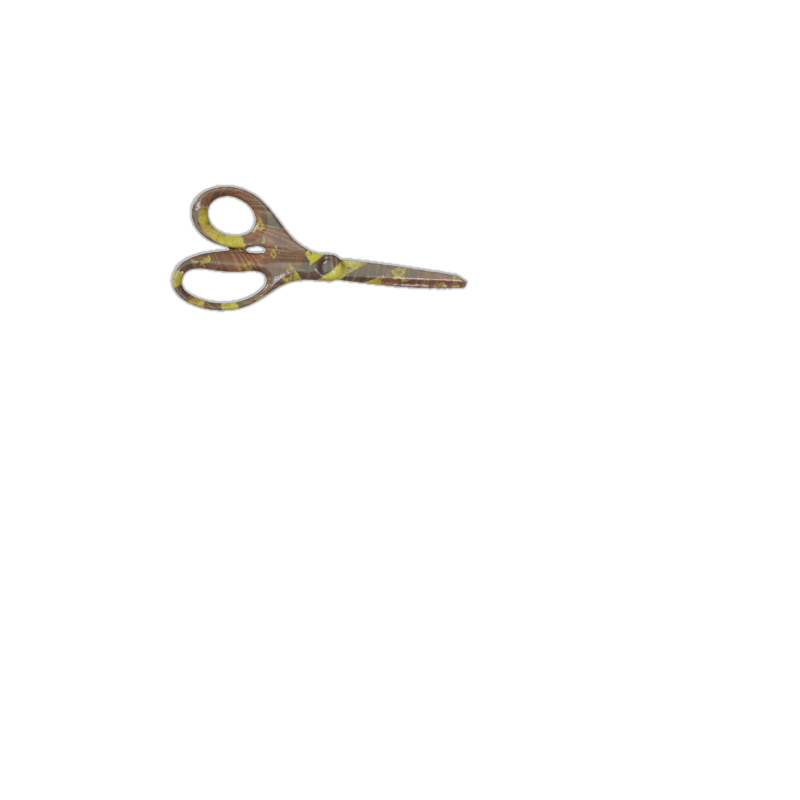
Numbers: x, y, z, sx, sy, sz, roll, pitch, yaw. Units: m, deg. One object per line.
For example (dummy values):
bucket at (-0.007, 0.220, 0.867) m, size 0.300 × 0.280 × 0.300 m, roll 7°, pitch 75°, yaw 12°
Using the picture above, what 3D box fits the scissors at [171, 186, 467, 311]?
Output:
scissors at (-0.060, -0.110, 0.773) m, size 0.201 × 0.098 × 0.015 m, roll -9°, pitch -7°, yaw -1°
